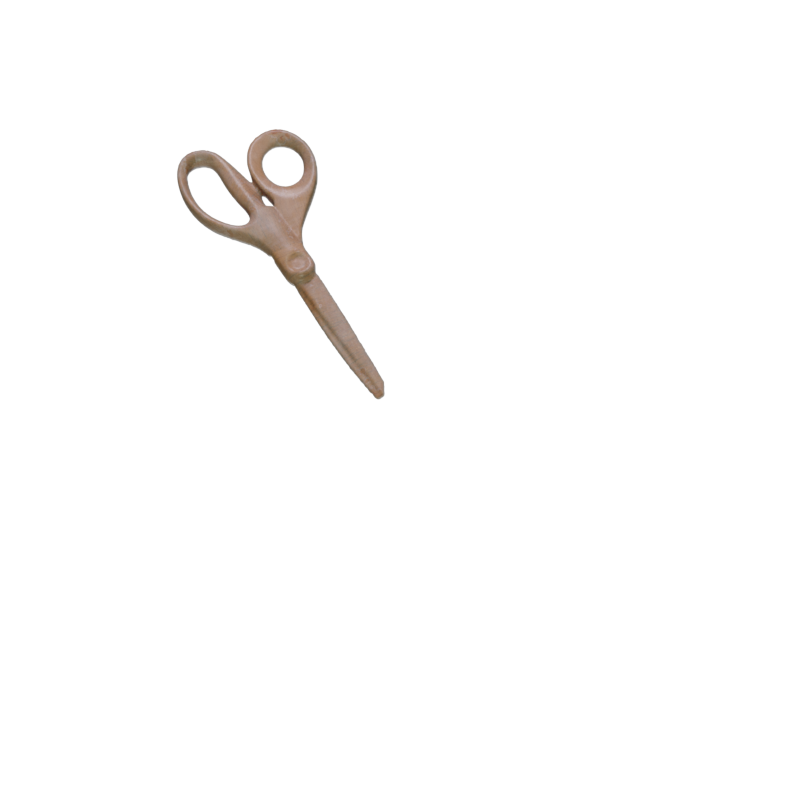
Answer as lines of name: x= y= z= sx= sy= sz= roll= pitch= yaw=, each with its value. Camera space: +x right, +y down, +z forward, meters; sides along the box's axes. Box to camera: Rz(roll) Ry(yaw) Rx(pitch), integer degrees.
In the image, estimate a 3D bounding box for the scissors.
scissors: x=-0.053 y=-0.096 z=0.675 sx=0.097 sy=0.212 sz=0.015 roll=-40 pitch=-23 yaw=-21
